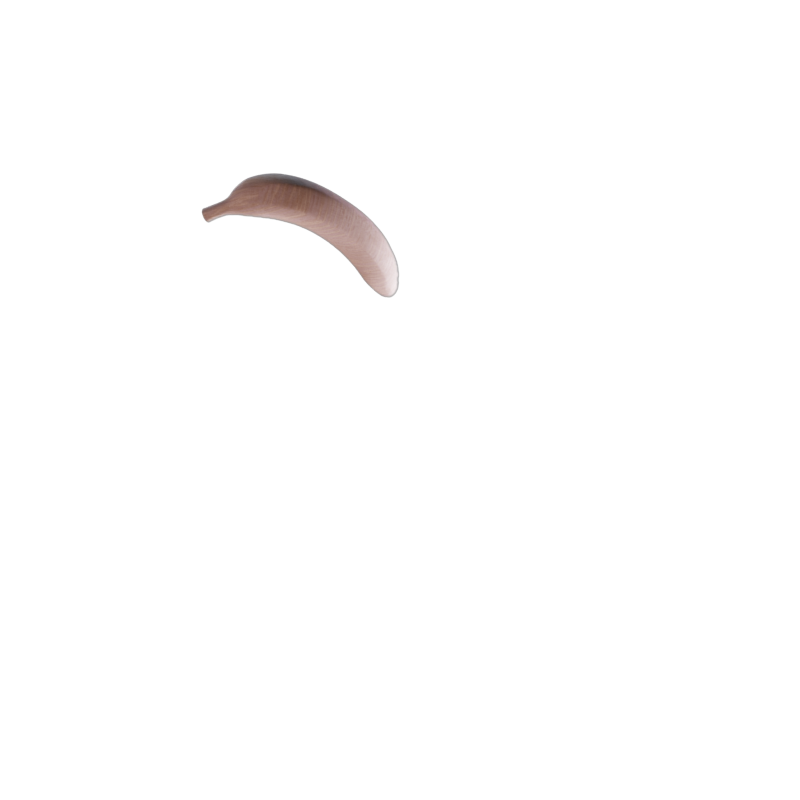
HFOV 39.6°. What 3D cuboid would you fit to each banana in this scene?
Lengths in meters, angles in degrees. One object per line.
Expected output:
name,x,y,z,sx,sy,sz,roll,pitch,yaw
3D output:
banana,-0.064,-0.143,0.922,0.187,0.039,0.068,23,-42,-29
